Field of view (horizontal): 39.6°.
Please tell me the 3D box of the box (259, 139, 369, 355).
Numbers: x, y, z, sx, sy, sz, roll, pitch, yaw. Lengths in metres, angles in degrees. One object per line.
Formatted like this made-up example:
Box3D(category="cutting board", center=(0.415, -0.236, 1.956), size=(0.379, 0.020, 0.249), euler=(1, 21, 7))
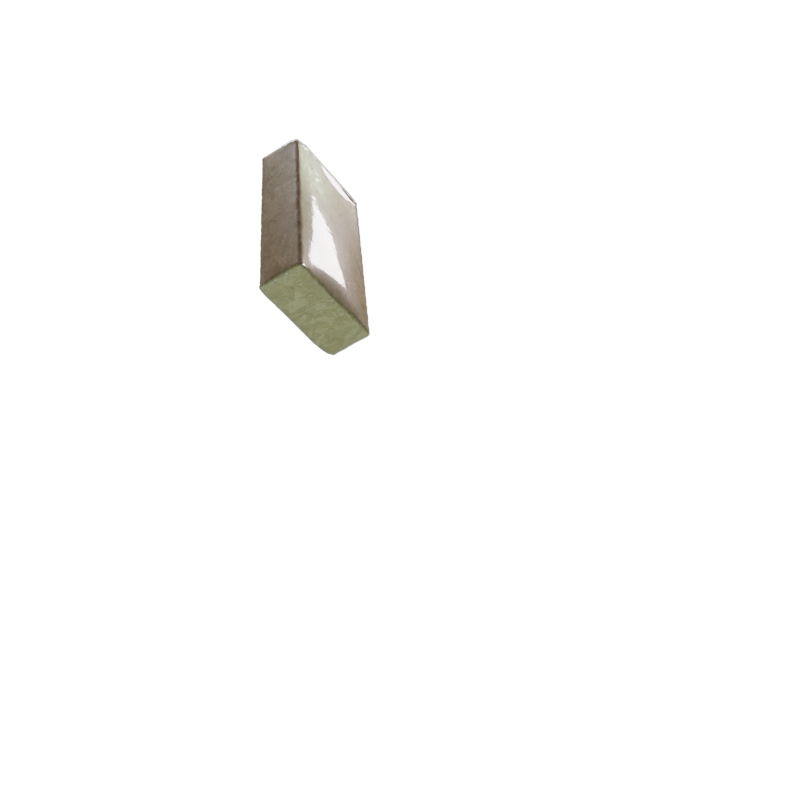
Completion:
Box3D(category="box", center=(-0.071, -0.129, 0.902), size=(0.048, 0.189, 0.087), euler=(-29, -51, 22))
